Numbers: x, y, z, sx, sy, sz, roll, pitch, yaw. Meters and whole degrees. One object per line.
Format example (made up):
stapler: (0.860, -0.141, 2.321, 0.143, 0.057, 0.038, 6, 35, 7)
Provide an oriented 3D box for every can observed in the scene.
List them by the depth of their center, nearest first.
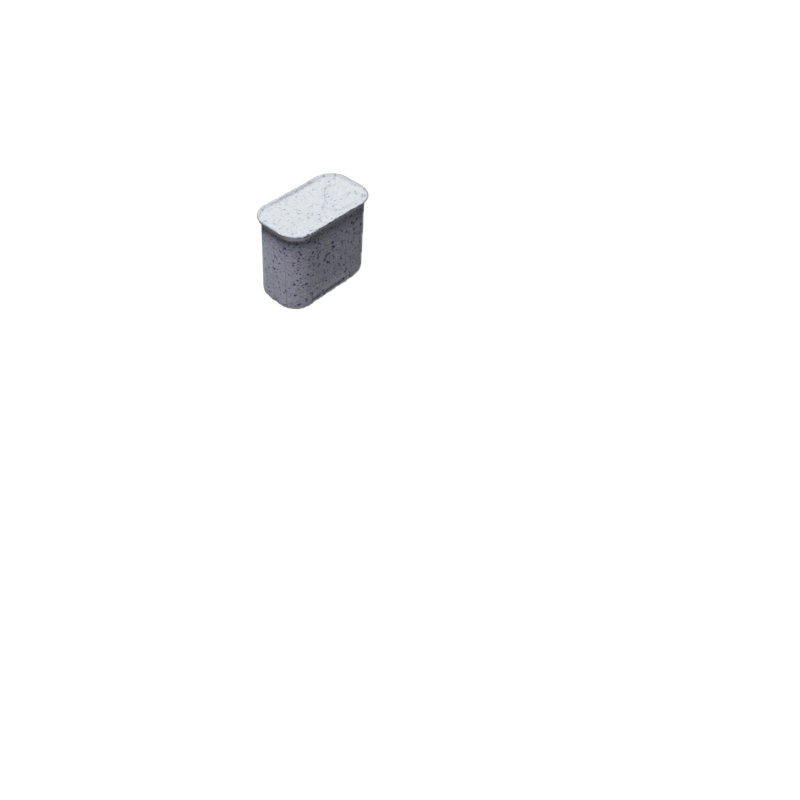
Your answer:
can: (-0.077, -0.141, 0.985, 0.061, 0.078, 0.103, 31, 49, 29)
